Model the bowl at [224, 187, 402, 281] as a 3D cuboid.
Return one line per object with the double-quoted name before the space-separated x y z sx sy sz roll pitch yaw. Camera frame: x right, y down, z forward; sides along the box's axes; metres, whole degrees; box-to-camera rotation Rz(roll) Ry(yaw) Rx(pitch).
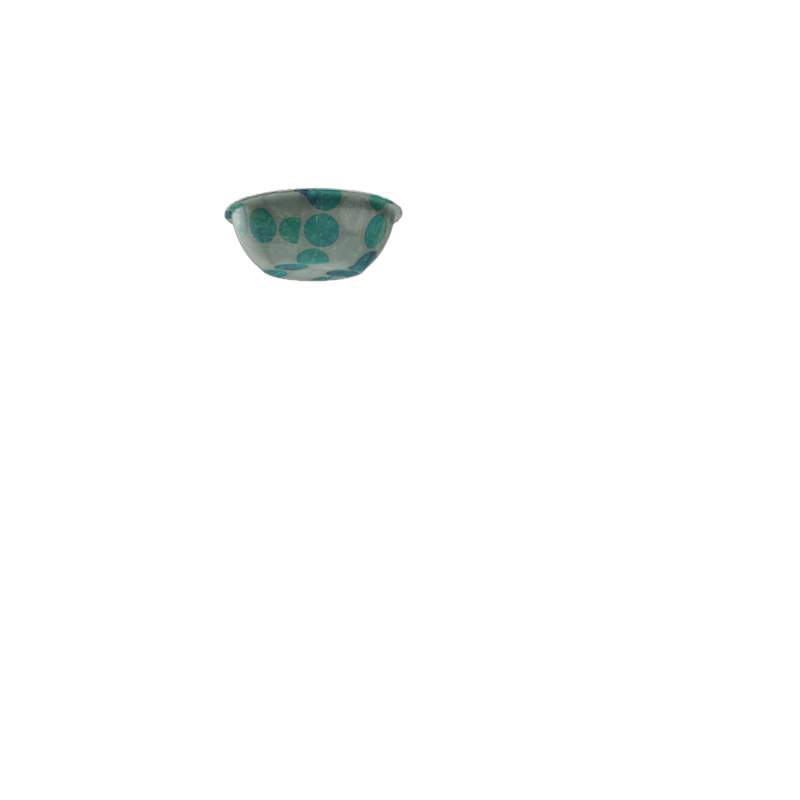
"bowl" -0.078 -0.143 0.999 0.162 0.056 0.158 0 -7 -2
